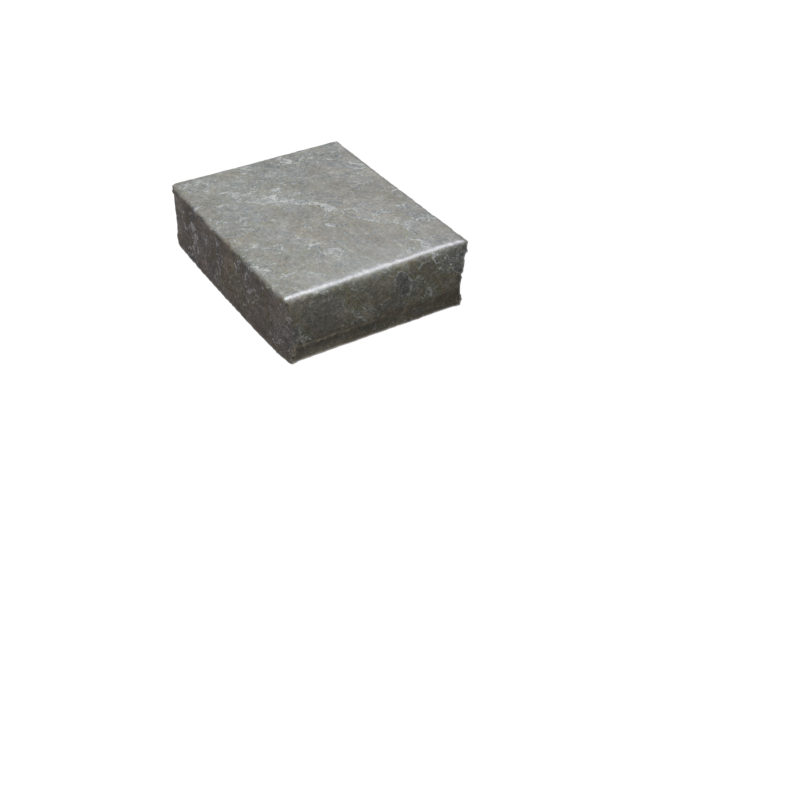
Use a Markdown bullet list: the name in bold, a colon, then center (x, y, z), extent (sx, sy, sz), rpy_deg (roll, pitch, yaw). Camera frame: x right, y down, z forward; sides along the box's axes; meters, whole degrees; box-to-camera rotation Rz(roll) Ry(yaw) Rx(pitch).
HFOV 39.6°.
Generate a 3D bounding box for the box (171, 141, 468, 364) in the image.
- **box**: center (-0.039, -0.071, 0.498), extent (0.089, 0.036, 0.123), rpy_deg (-21, 44, -24)
